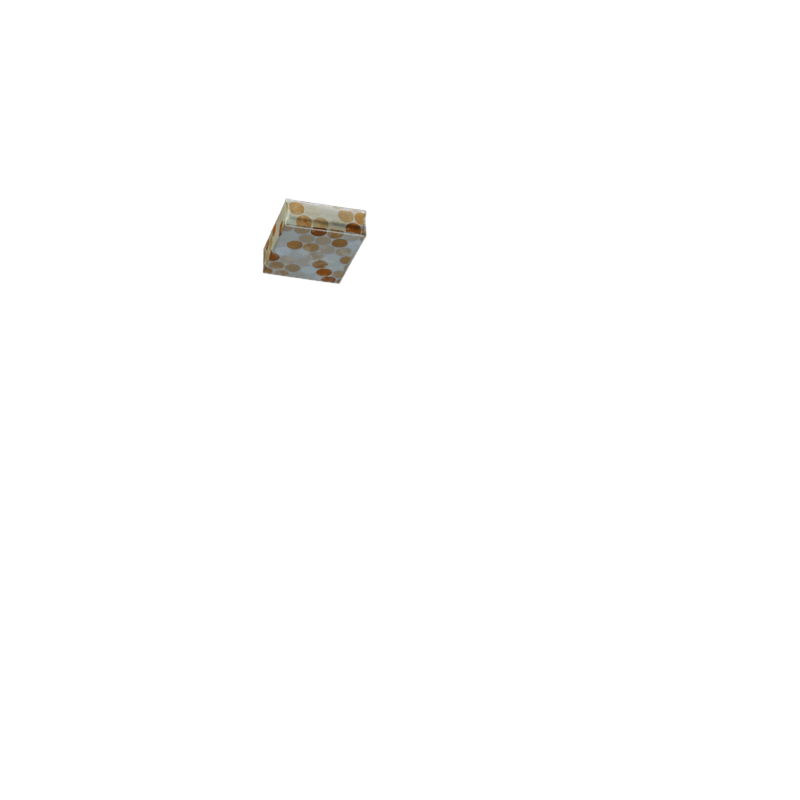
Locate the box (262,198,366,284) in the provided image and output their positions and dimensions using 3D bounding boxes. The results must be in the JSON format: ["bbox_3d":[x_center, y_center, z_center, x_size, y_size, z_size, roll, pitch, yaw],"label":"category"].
[{"bbox_3d":[-0.076,-0.139,0.975,0.071,0.032,0.086,7,-28,-15],"label":"box"}]
